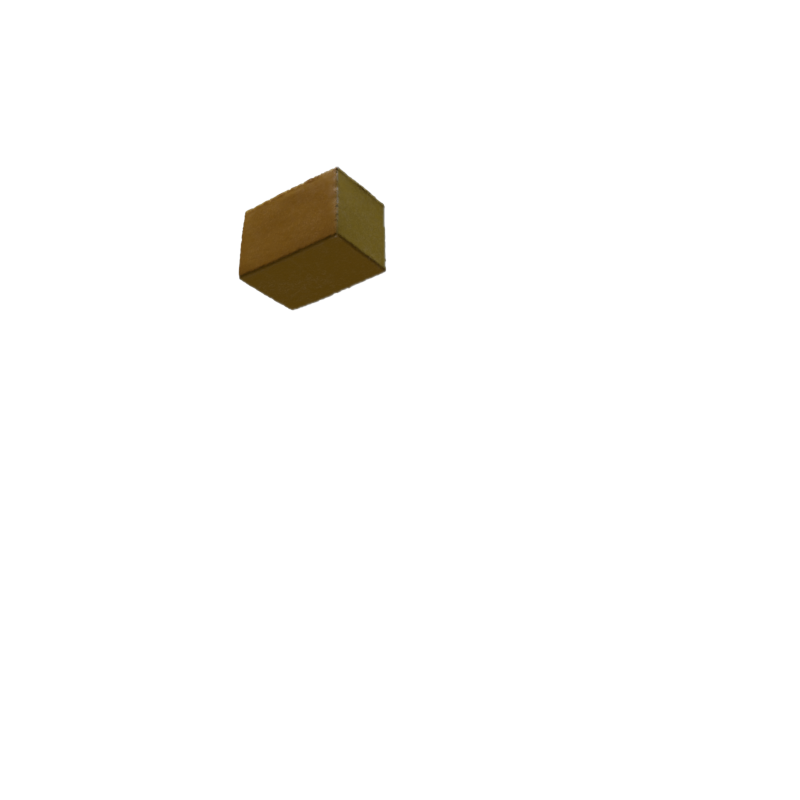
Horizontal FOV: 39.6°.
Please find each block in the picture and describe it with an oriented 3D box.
[{"bbox_3d":[-0.054,-0.099,0.691,0.079,0.055,0.049,-20,-36,30],"label":"block"}]
